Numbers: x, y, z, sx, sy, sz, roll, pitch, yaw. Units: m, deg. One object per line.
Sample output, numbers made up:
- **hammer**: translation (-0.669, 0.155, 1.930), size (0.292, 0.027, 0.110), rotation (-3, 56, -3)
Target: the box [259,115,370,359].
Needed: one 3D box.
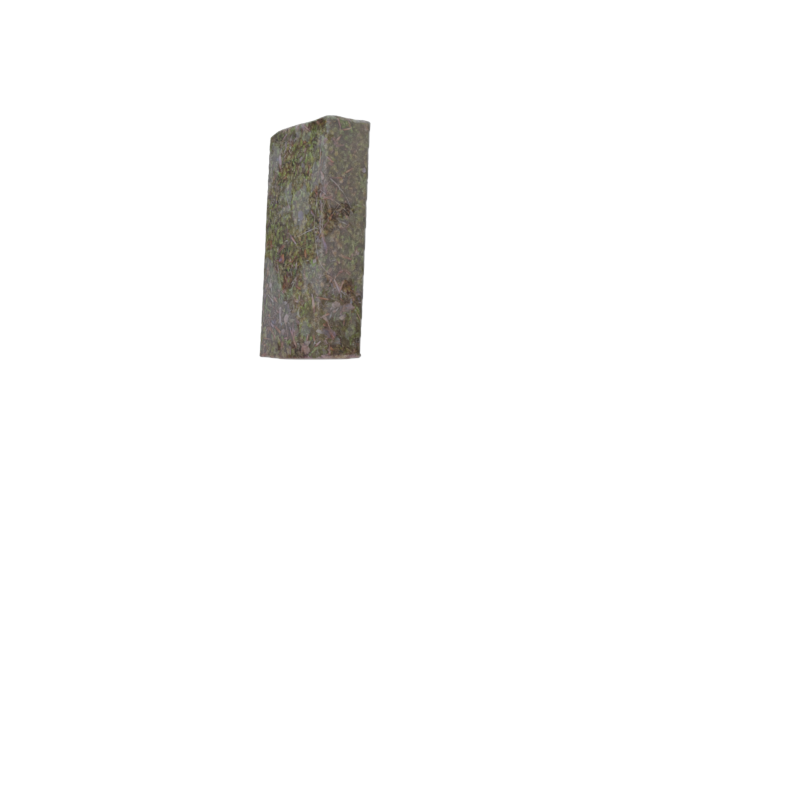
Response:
- **box**: translation (-0.066, -0.119, 0.833), size (0.046, 0.178, 0.096), rotation (3, -5, -33)
